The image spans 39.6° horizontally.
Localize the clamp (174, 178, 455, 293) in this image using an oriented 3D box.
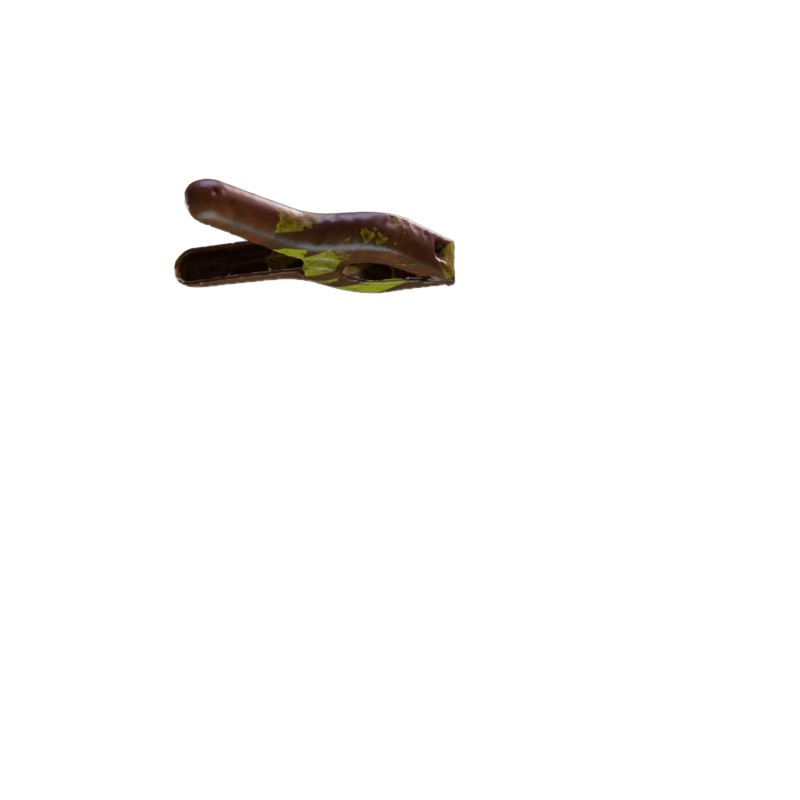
[{"bbox_3d":[-0.050,-0.092,0.642,0.171,0.041,0.116,0,-10,-2],"label":"clamp"}]
